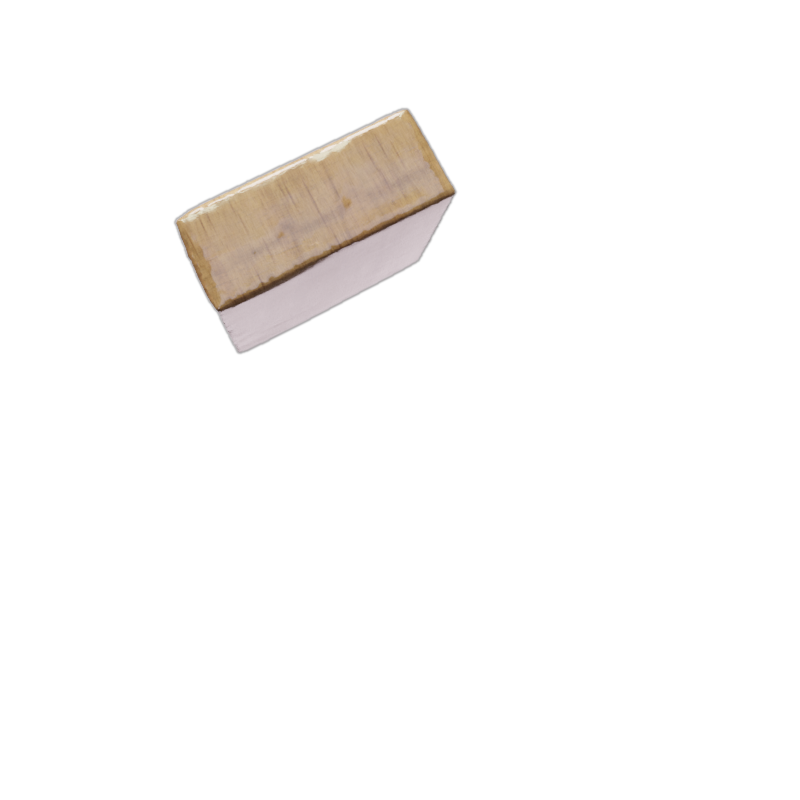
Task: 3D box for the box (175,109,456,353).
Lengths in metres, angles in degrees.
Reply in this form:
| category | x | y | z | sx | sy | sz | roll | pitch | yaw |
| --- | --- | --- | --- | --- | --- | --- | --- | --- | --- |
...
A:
| category | x | y | z | sx | sy | sz | roll | pitch | yaw |
| --- | --- | --- | --- | --- | --- | --- | --- | --- | --- |
| box | -0.060 | -0.110 | 0.769 | 0.164 | 0.073 | 0.210 | -28 | -3 | -6 |
